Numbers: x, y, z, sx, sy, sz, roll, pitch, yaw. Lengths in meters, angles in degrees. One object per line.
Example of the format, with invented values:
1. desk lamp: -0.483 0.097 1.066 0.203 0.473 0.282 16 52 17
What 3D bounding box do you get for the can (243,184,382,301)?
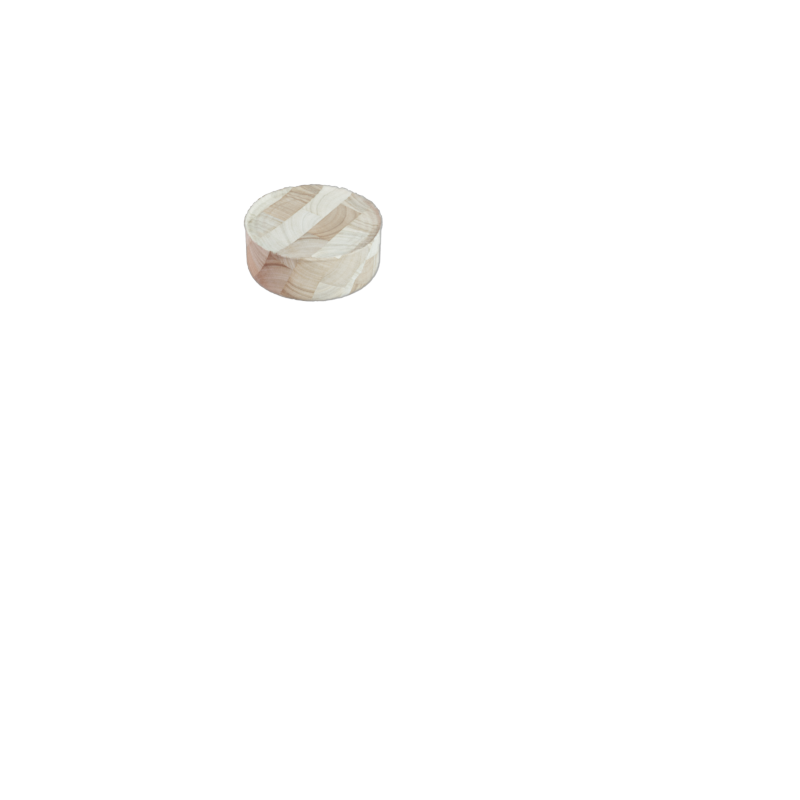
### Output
1. can: -0.054 -0.099 0.692 0.086 0.031 0.092 -1 39 -2
